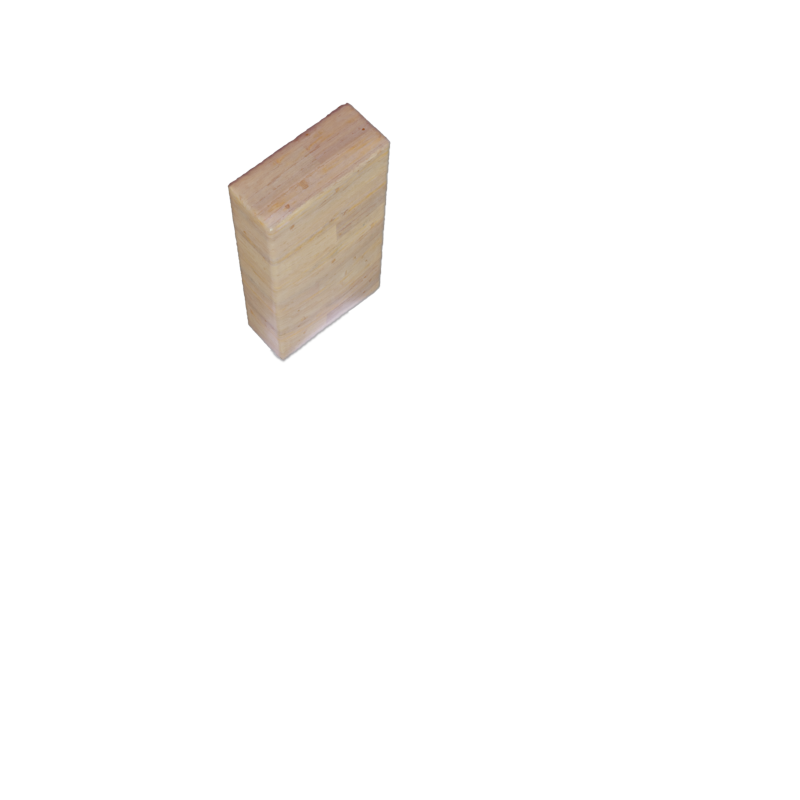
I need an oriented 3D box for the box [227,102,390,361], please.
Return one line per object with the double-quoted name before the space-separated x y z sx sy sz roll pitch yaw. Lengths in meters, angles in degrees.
"box" -0.055 -0.099 0.699 0.094 0.050 0.167 -39 -14 -17
